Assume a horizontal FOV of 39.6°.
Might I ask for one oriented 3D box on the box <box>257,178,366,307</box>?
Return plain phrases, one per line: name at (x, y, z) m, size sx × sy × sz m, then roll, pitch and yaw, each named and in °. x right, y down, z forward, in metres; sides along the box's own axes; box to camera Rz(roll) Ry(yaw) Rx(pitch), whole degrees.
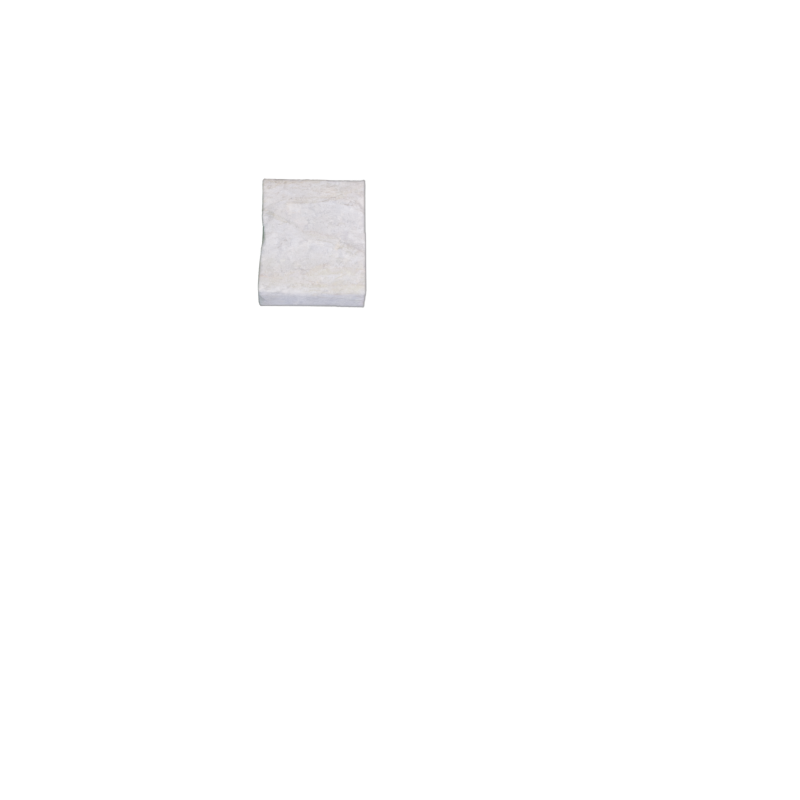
box at (-0.060, -0.110, 0.766) m, size 0.073 × 0.094 × 0.029 m, roll 1°, pitch -23°, yaw 0°
